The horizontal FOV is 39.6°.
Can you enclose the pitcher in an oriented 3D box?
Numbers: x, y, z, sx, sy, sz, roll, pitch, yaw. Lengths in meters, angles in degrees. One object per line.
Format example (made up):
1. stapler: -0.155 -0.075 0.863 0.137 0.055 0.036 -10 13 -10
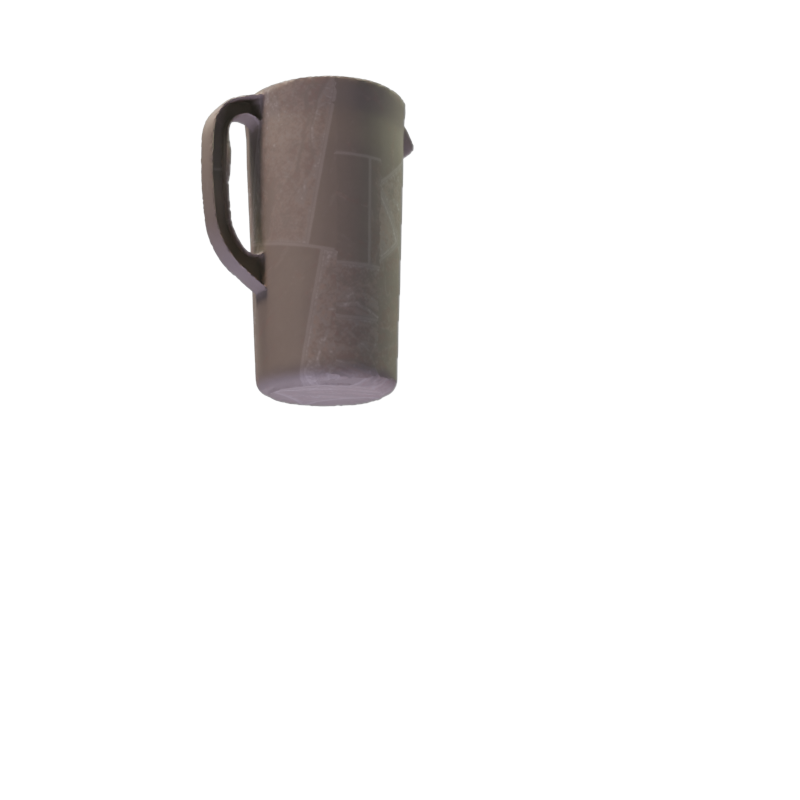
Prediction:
1. pitcher: -0.068 -0.124 0.871 0.151 0.253 0.137 -4 -17 11
